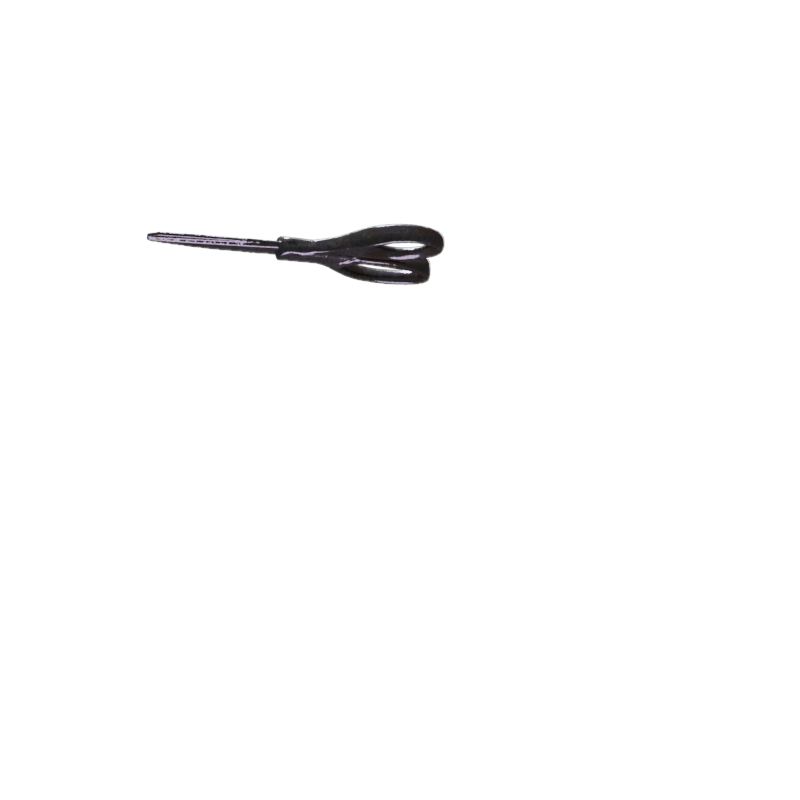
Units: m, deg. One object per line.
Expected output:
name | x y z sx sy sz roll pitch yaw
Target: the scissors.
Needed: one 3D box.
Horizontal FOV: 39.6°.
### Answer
scissors | -0.058 -0.106 0.742 0.193 0.016 0.096 8 -17 -28
